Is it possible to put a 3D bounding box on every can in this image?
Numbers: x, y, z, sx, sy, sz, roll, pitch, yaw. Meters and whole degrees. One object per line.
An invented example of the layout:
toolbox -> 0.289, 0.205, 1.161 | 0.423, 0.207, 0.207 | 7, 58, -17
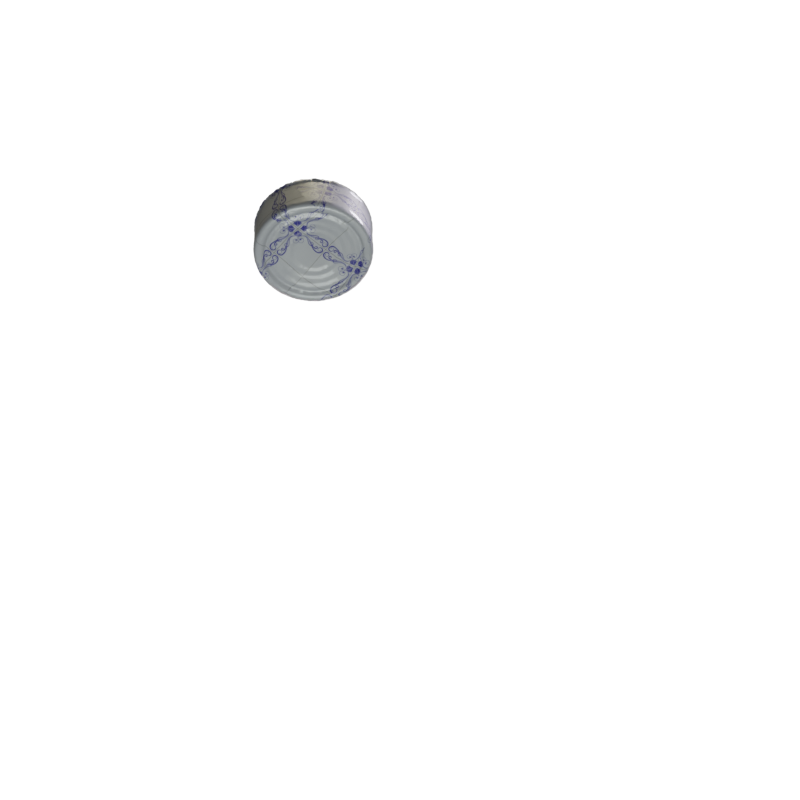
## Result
can -> -0.062, -0.113, 0.789 | 0.086, 0.080, 0.036 | 1, 38, -1
